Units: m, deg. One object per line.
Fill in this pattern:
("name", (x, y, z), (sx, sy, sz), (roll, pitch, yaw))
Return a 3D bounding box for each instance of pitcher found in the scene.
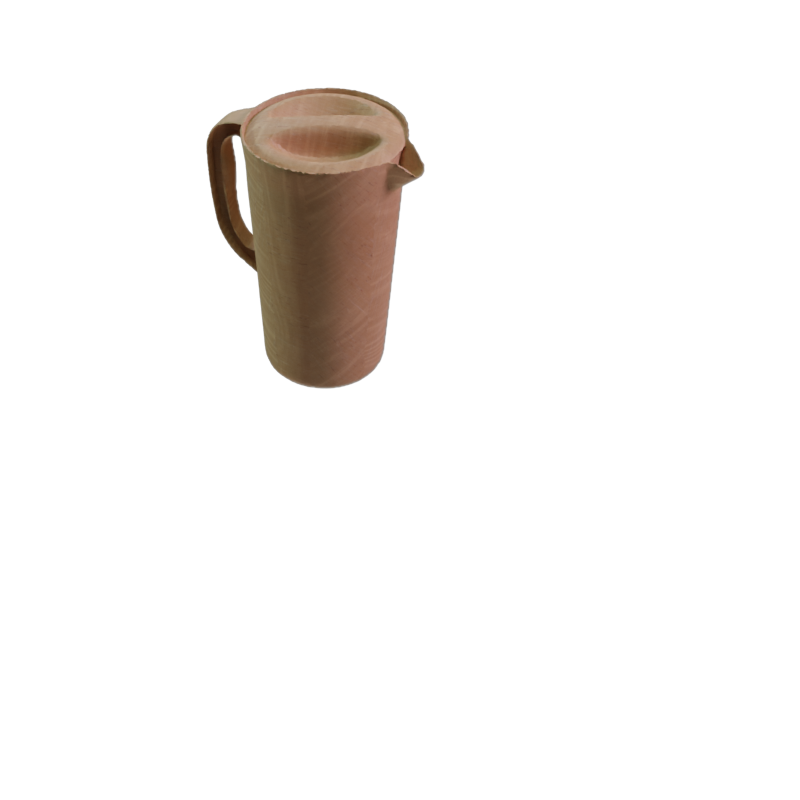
("pitcher", (-0.073, -0.134, 0.938), (0.143, 0.227, 0.162), (-13, 42, -18))
